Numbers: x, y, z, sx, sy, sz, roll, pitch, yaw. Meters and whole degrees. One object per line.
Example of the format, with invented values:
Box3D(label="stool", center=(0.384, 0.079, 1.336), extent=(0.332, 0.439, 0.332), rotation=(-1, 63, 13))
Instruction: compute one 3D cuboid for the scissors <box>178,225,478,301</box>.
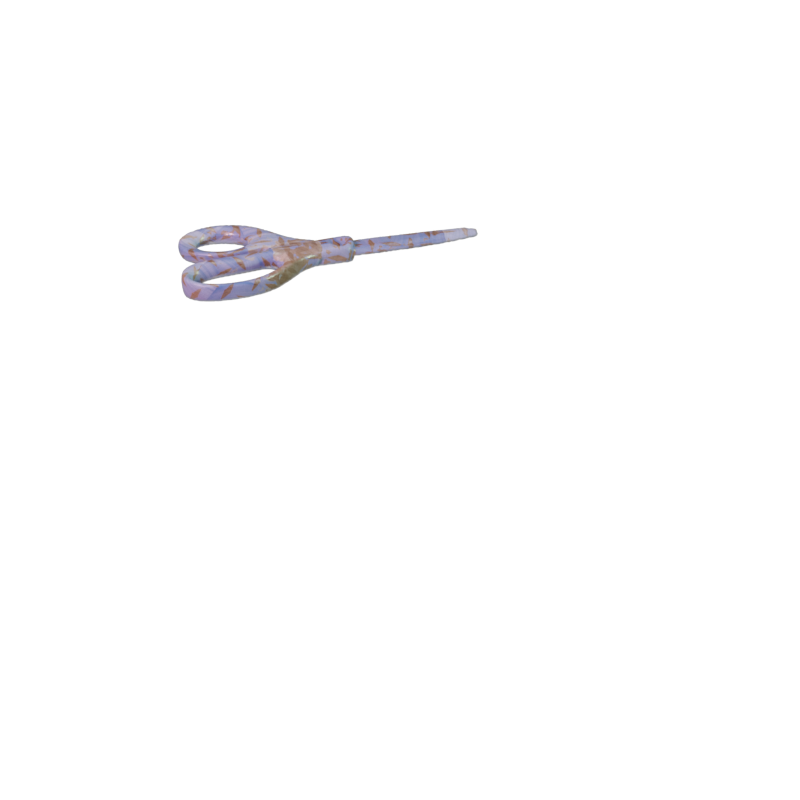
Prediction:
Box3D(label="scissors", center=(-0.057, -0.104, 0.729), extent=(0.199, 0.015, 0.103), rotation=(-20, 36, -29))
